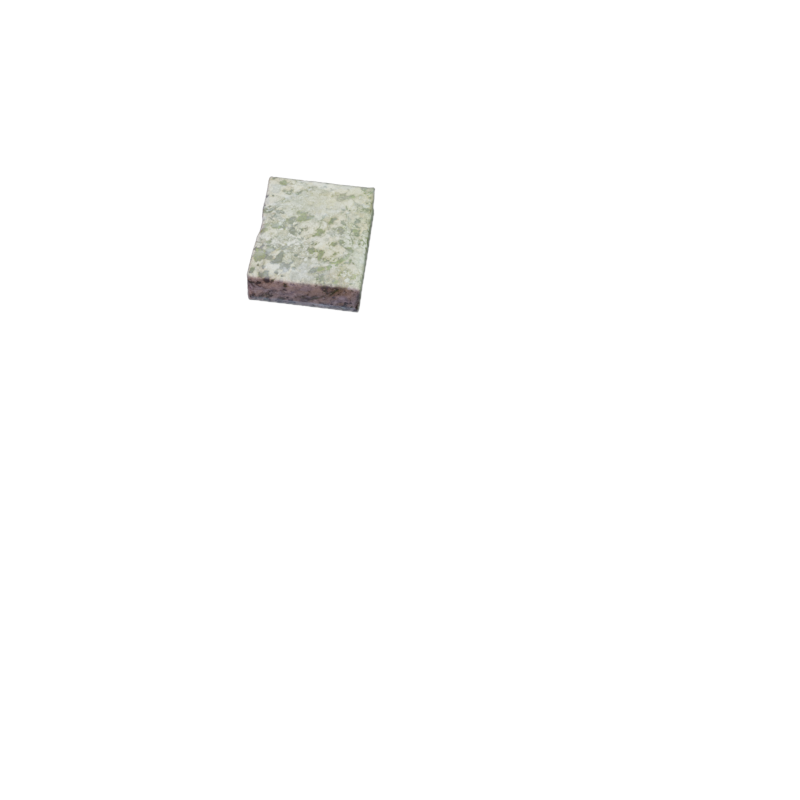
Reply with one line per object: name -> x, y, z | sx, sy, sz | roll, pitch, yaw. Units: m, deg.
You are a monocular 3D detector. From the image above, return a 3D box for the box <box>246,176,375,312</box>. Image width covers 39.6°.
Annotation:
box -> -0.057, -0.104, 0.729 | 0.074, 0.095, 0.028 | 6, -35, 4
